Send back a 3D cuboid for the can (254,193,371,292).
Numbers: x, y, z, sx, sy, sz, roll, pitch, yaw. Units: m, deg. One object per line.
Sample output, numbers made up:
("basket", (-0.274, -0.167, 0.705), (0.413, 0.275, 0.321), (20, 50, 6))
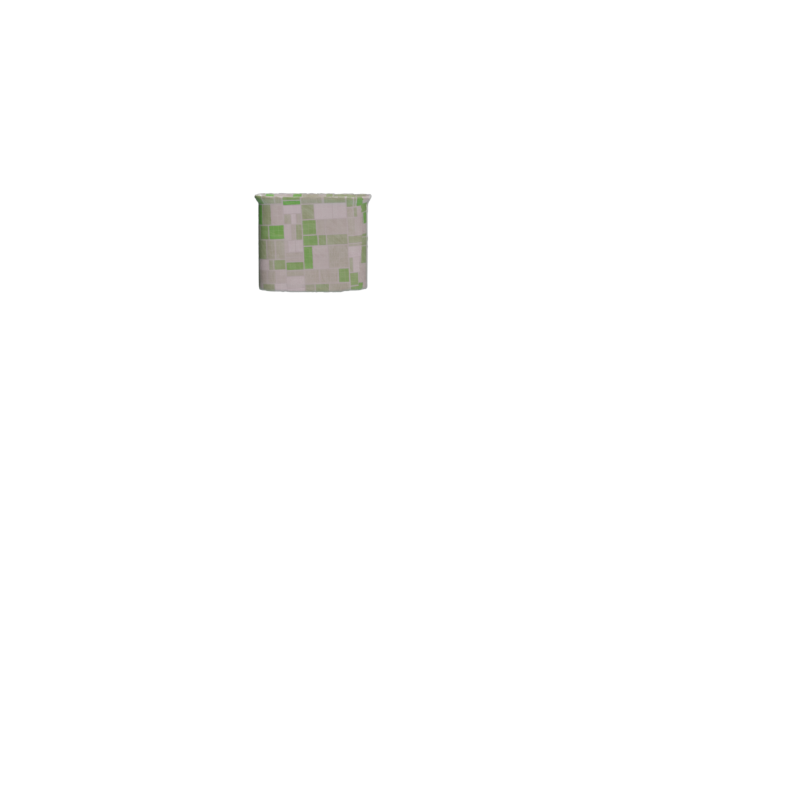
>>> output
("can", (-0.077, -0.140, 0.979), (0.102, 0.082, 0.058), (1, 8, 3))
